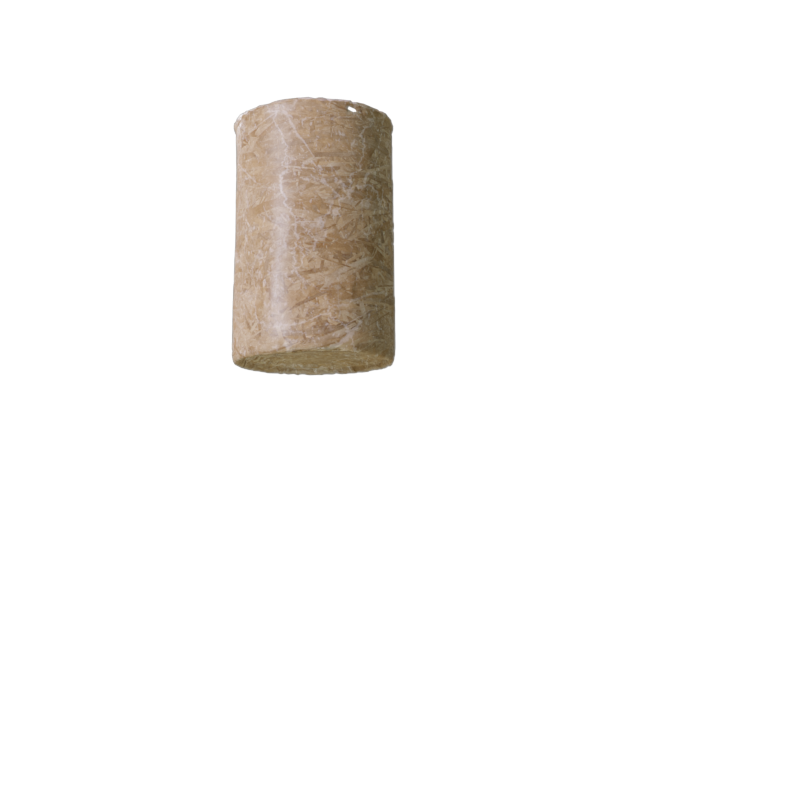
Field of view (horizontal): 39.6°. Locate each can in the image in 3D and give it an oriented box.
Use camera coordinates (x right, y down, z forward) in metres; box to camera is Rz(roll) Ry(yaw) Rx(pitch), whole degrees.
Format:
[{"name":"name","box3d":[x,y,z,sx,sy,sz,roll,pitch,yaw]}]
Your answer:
[{"name":"can","box3d":[-0.036,-0.066,0.459,0.068,0.106,0.066,0,-12,-2]}]
